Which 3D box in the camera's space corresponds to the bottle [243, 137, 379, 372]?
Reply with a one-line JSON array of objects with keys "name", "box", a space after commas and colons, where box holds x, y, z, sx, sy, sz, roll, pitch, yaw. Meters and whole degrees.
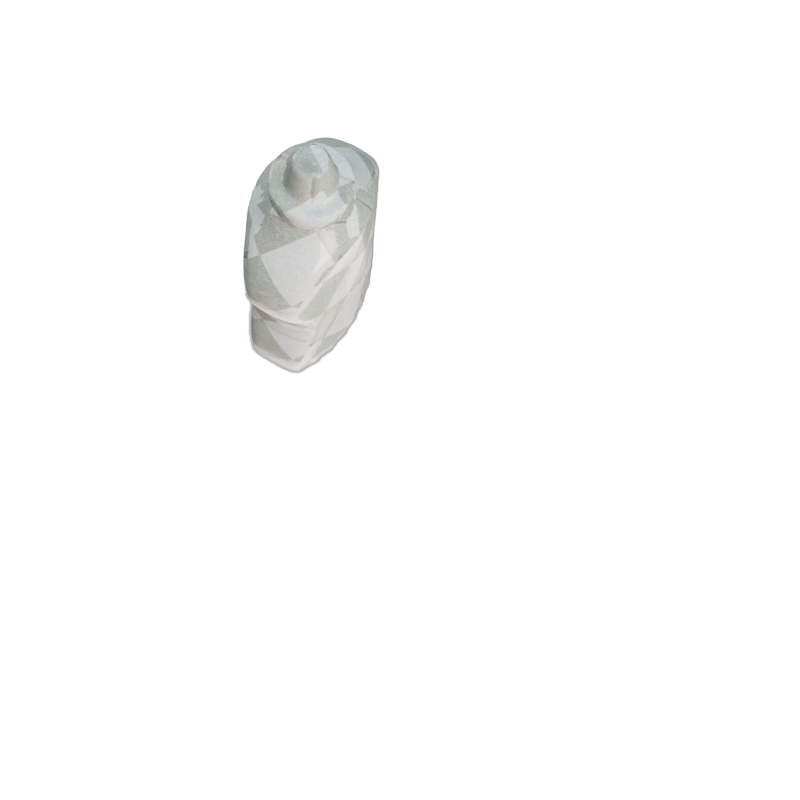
[{"name": "bottle", "box": [-0.046, -0.083, 0.581, 0.059, 0.098, 0.184, 30, -15, 4]}]
